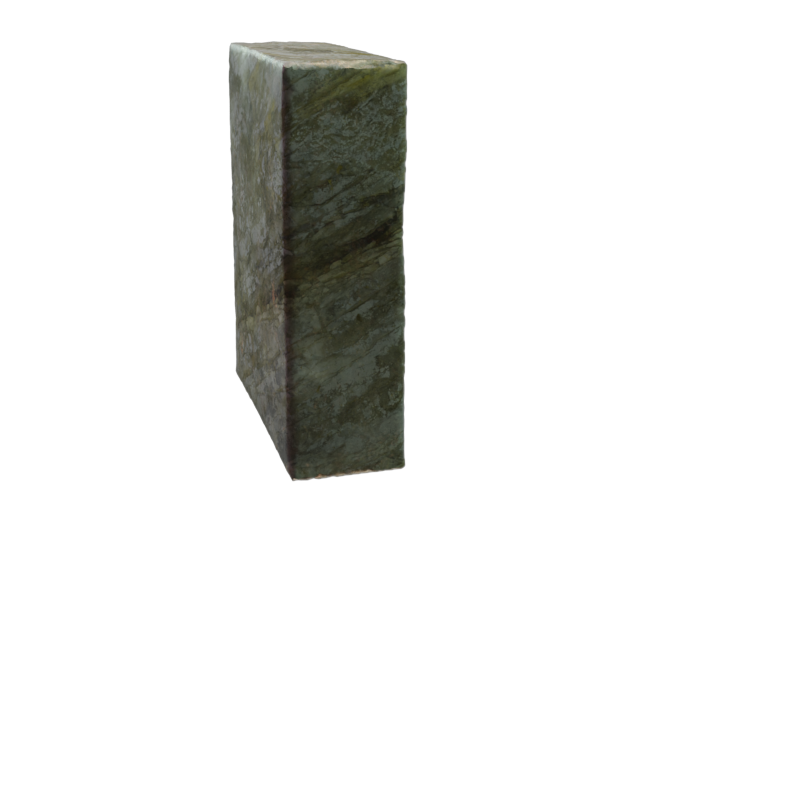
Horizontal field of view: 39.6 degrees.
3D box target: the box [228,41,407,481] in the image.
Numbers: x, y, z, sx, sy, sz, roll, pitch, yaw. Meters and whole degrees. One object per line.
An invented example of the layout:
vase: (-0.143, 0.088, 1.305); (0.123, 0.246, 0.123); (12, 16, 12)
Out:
box: (-0.049, -0.089, 0.621); (0.071, 0.206, 0.173); (-3, 17, -16)
